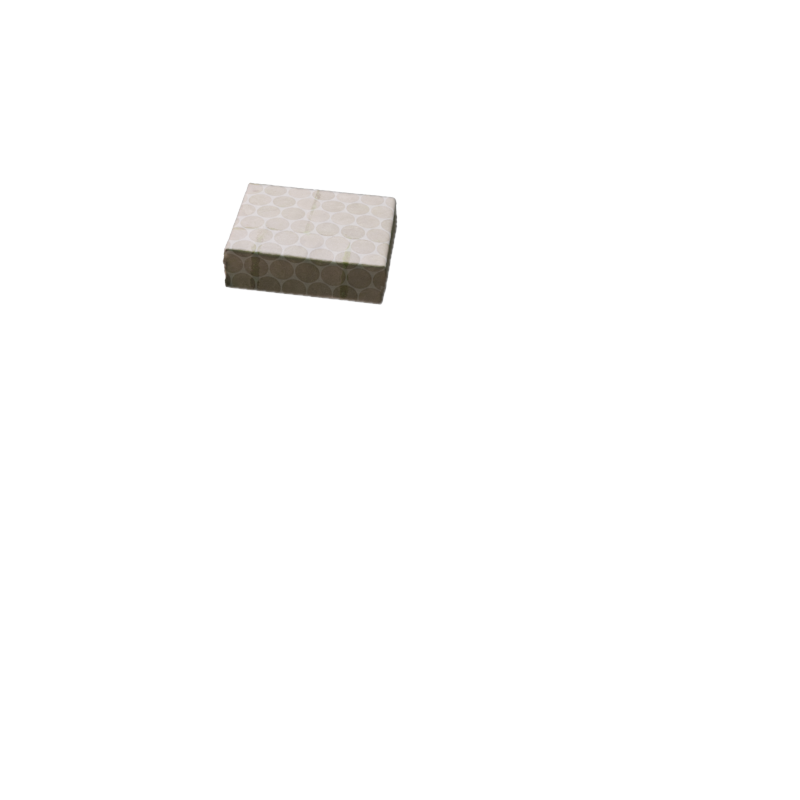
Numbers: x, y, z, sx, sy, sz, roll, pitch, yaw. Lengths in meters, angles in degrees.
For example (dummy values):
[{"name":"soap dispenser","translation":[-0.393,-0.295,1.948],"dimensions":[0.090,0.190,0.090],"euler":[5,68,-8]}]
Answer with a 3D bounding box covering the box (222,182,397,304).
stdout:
[{"name":"box","translation":[-0.062,-0.112,0.786],"dimensions":[0.114,0.036,0.095],"euler":[4,38,5]}]
